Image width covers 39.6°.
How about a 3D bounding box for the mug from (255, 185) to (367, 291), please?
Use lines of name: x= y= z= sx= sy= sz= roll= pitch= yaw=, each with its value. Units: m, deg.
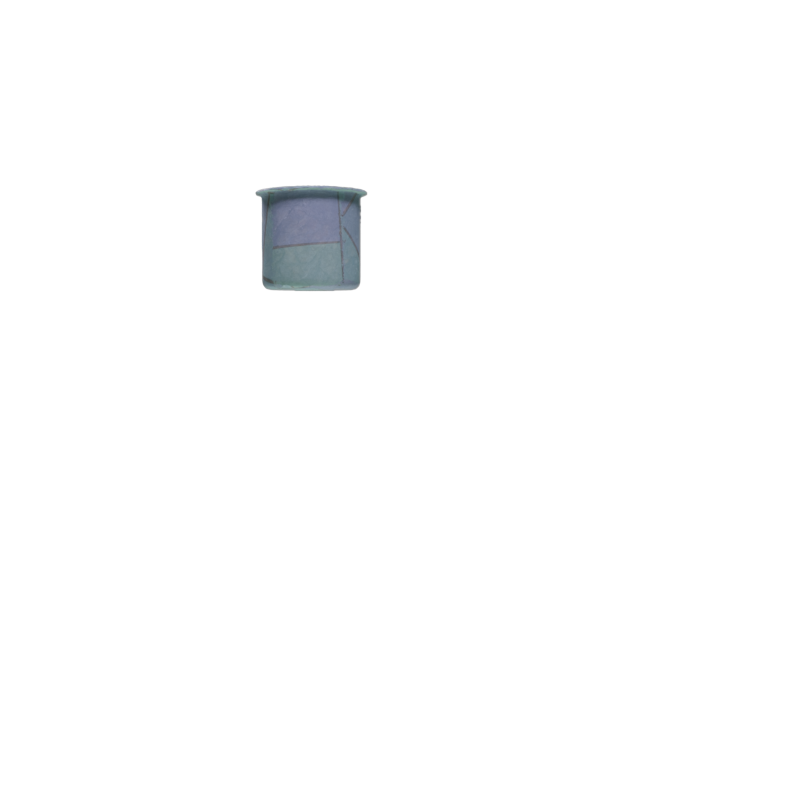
mug: x=-0.073 y=-0.133 z=0.930 sx=0.094 sy=0.082 sz=0.116 roll=0 pitch=1 yaw=5
